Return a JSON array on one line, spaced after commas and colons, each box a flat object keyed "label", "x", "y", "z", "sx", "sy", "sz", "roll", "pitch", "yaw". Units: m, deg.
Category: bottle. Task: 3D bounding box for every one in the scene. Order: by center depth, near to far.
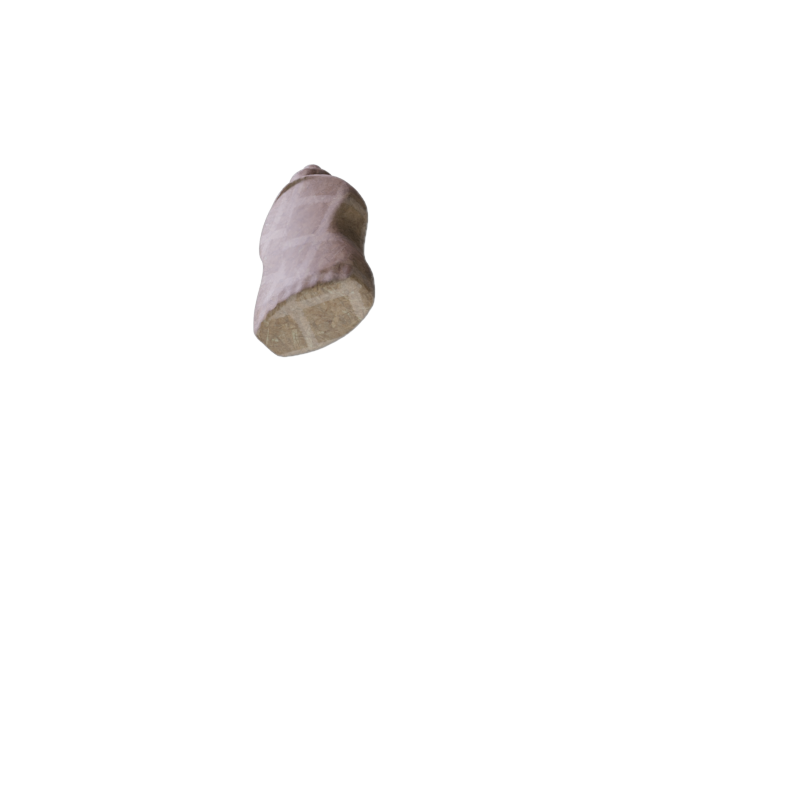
[{"label": "bottle", "x": -0.070, "y": -0.128, "z": 0.891, "sx": 0.096, "sy": 0.206, "sz": 0.054, "roll": -30, "pitch": -52, "yaw": 23}]
